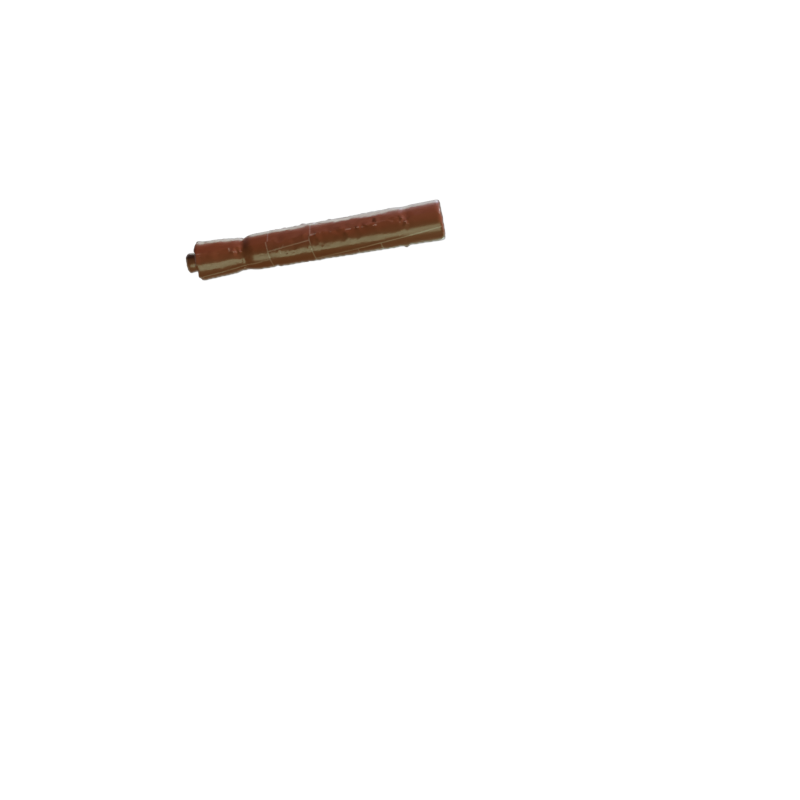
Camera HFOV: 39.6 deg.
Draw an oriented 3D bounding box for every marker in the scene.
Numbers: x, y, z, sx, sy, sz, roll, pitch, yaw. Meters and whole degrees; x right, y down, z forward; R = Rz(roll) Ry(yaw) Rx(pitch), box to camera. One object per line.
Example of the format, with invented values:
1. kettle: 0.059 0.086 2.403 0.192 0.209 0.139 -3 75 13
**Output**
1. marker: -0.040 -0.073 0.514 0.122 0.020 0.020 -9 3 9
